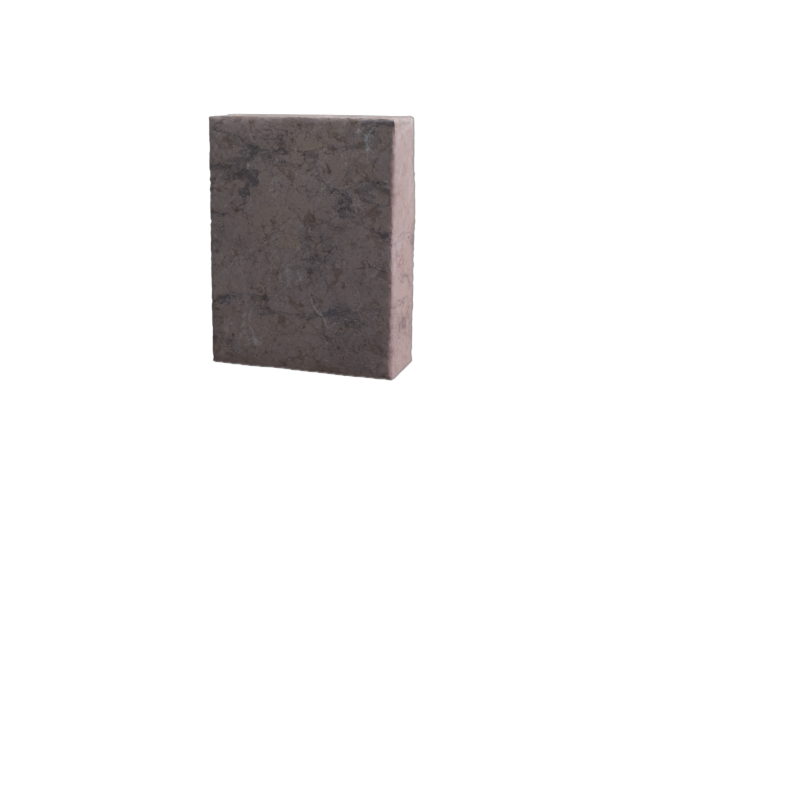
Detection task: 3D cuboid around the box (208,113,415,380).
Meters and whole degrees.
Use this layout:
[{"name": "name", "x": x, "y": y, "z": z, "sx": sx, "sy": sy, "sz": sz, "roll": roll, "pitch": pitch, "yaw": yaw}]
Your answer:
[{"name": "box", "x": -0.073, "y": -0.134, "z": 0.937, "sx": 0.169, "sy": 0.209, "sz": 0.072, "roll": 5, "pitch": 11, "yaw": 19}]
